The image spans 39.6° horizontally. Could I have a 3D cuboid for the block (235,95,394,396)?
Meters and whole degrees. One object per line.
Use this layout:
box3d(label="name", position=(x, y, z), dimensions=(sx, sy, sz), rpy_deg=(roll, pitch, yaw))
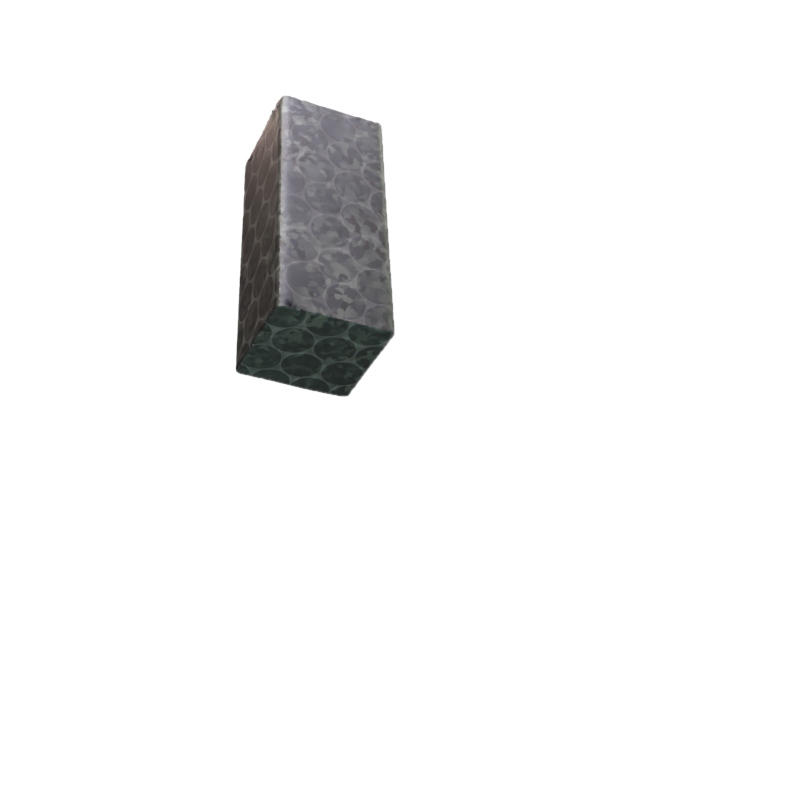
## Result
box3d(label="block", position=(-0.067, -0.120, 0.841), dimensions=(0.087, 0.221, 0.087), rpy_deg=(13, -40, -20))
